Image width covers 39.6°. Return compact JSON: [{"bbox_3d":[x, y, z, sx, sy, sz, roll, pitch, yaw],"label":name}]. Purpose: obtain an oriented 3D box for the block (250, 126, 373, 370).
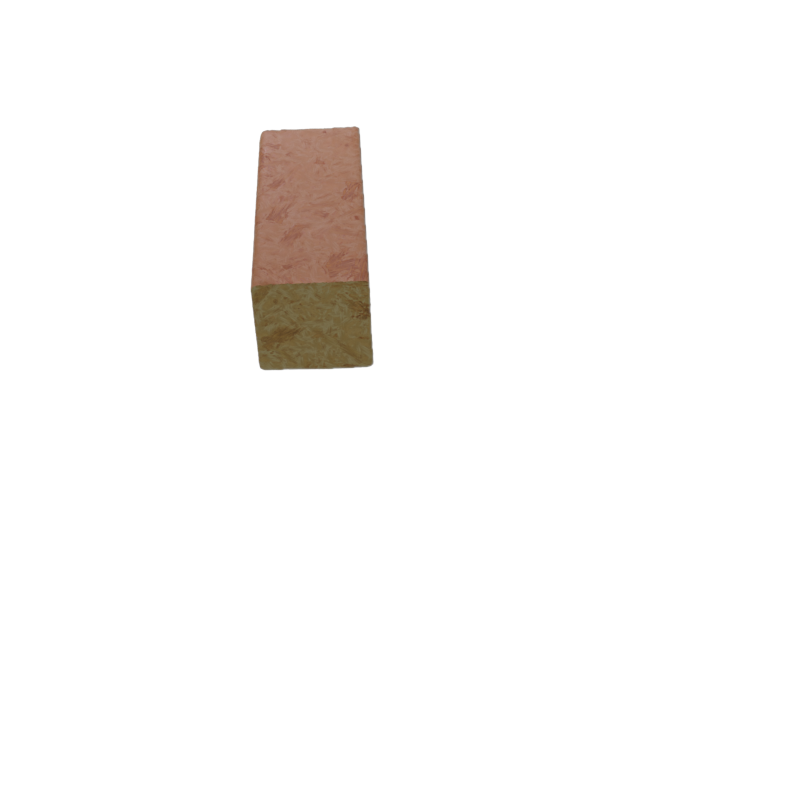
[{"bbox_3d":[-0.072,-0.130,0.910,0.090,0.084,0.221,-3,43,-1],"label":"block"}]
